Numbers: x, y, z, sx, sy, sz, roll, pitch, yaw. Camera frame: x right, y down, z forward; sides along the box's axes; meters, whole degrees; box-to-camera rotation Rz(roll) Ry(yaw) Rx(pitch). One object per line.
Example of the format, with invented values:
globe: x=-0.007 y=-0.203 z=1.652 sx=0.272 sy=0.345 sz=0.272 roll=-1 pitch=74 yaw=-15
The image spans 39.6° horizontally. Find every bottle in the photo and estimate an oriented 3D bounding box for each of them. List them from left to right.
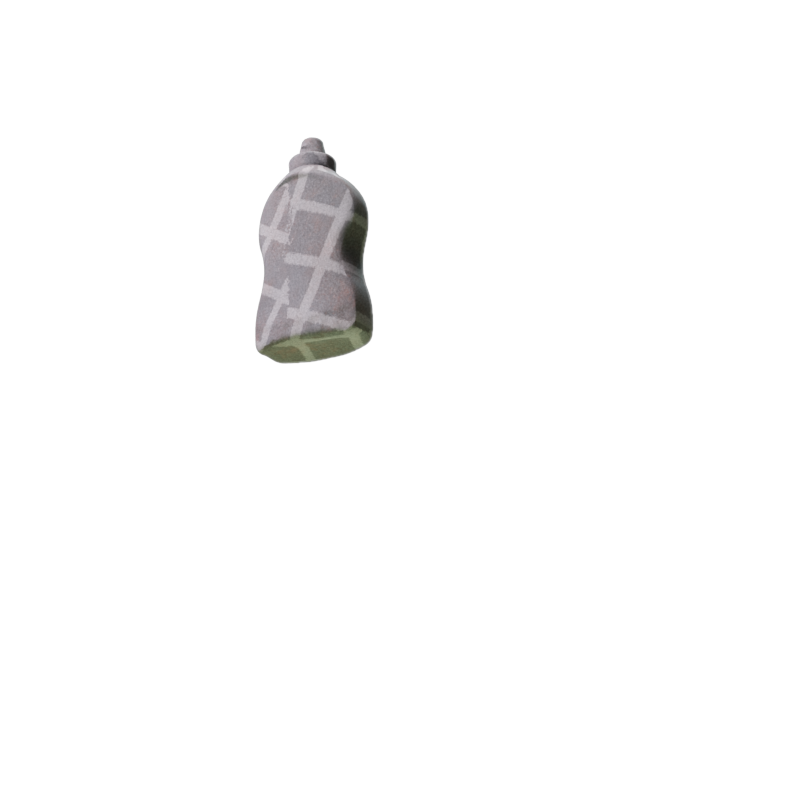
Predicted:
bottle: x=-0.072 y=-0.131 z=0.919 sx=0.097 sy=0.202 sz=0.054 roll=-15 pitch=-28 yaw=28
